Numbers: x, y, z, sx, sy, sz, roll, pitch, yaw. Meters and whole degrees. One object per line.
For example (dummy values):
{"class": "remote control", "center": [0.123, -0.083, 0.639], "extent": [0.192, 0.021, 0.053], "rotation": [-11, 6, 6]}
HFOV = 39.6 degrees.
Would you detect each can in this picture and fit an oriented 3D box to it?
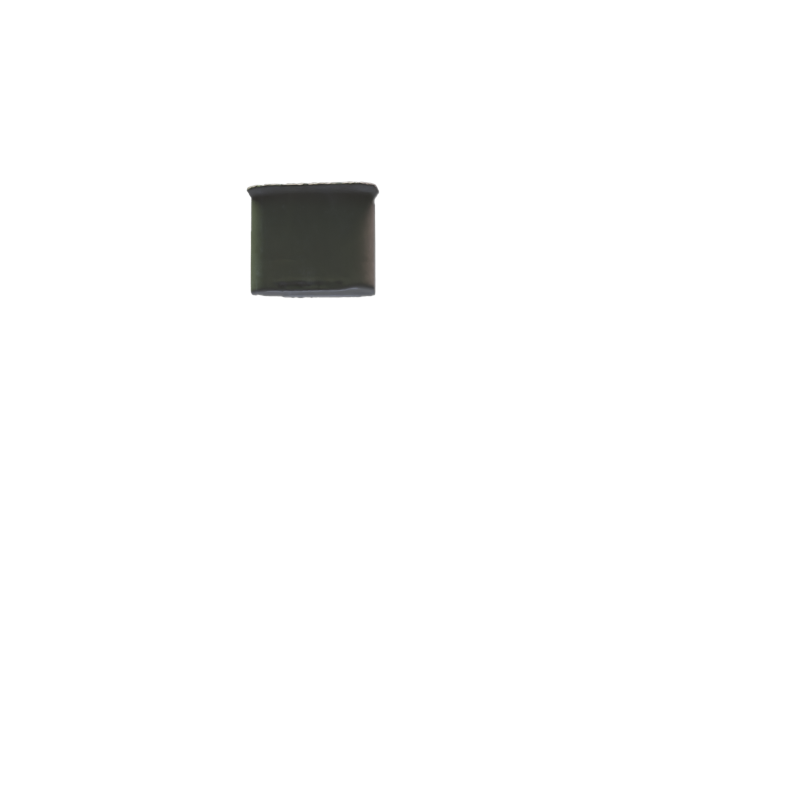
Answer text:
{"class": "can", "center": [-0.068, -0.124, 0.865], "extent": [0.103, 0.085, 0.056], "rotation": [-1, -5, 6]}
